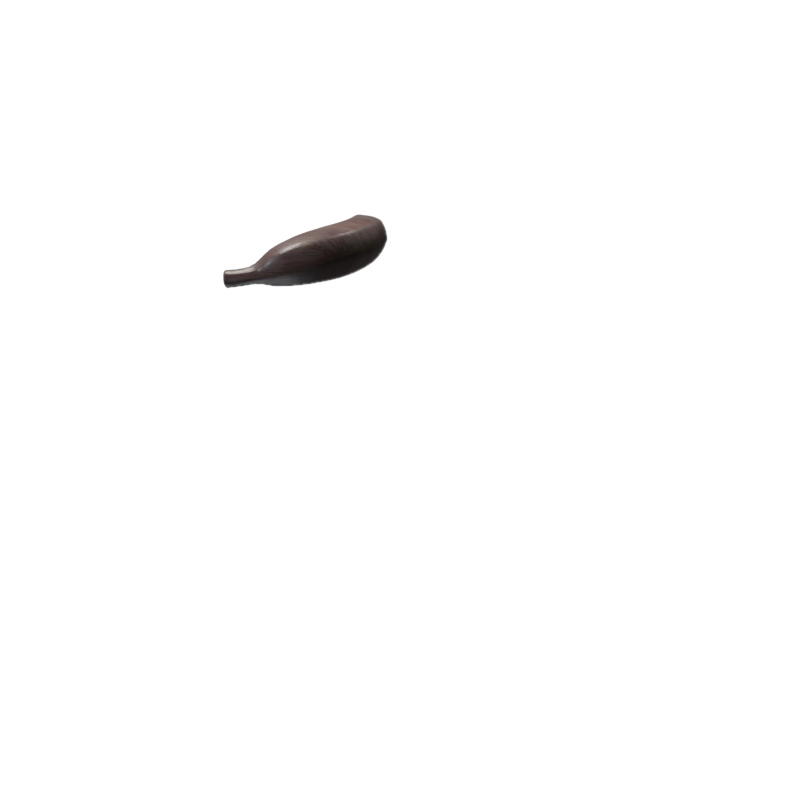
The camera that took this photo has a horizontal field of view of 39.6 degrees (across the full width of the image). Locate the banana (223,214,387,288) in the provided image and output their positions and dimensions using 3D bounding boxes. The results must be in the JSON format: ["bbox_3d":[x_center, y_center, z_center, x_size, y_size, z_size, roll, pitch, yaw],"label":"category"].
[{"bbox_3d":[-0.049,-0.114,0.813,0.072,0.036,0.196,8,19,25],"label":"banana"}]
